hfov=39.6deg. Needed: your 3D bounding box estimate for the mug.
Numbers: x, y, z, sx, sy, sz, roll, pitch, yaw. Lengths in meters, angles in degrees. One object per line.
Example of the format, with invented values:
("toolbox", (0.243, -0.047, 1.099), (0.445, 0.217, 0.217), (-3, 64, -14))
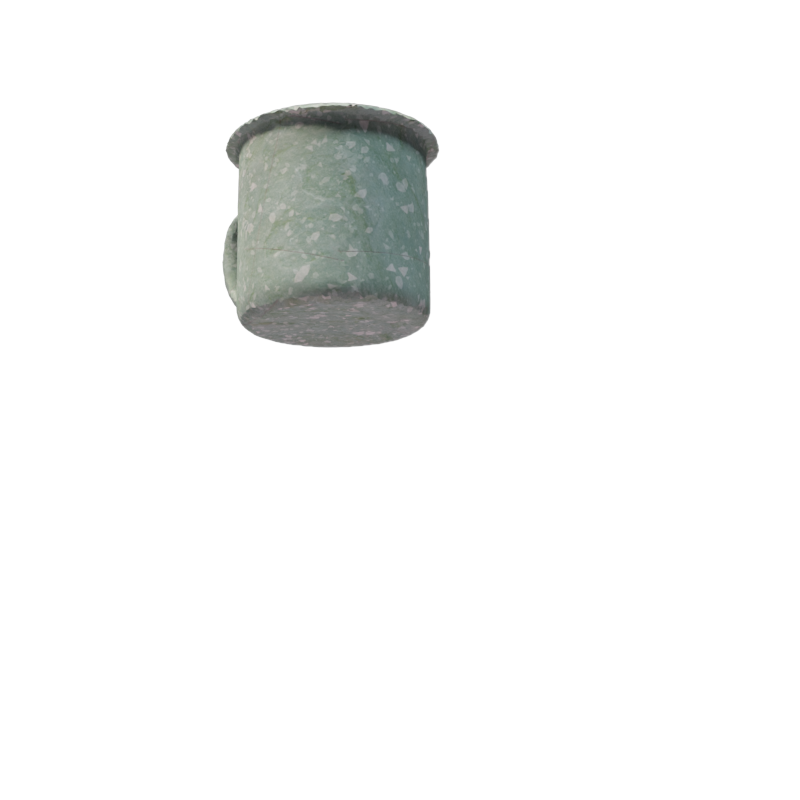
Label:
("mug", (-0.038, -0.069, 0.483), (0.119, 0.085, 0.088), (-13, -19, 41))
